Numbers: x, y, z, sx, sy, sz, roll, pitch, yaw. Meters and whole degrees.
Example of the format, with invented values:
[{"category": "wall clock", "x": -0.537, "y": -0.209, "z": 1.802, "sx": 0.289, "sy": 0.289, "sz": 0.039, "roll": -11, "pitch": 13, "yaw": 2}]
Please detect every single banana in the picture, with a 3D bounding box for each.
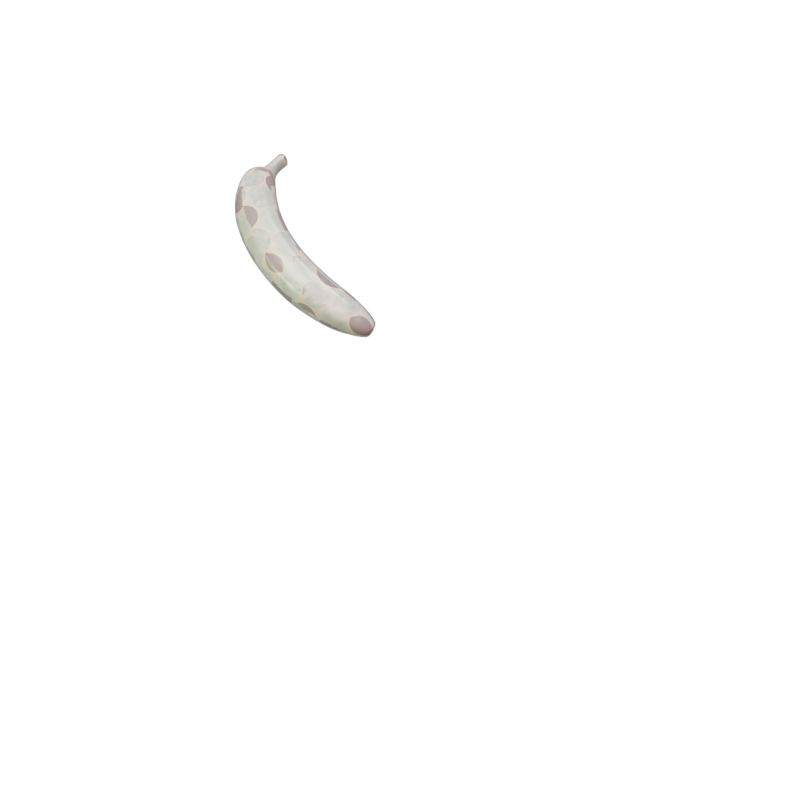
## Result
[{"category": "banana", "x": -0.090, "y": -0.127, "z": 0.910, "sx": 0.069, "sy": 0.212, "sz": 0.034, "roll": -20, "pitch": -29, "yaw": -12}]
